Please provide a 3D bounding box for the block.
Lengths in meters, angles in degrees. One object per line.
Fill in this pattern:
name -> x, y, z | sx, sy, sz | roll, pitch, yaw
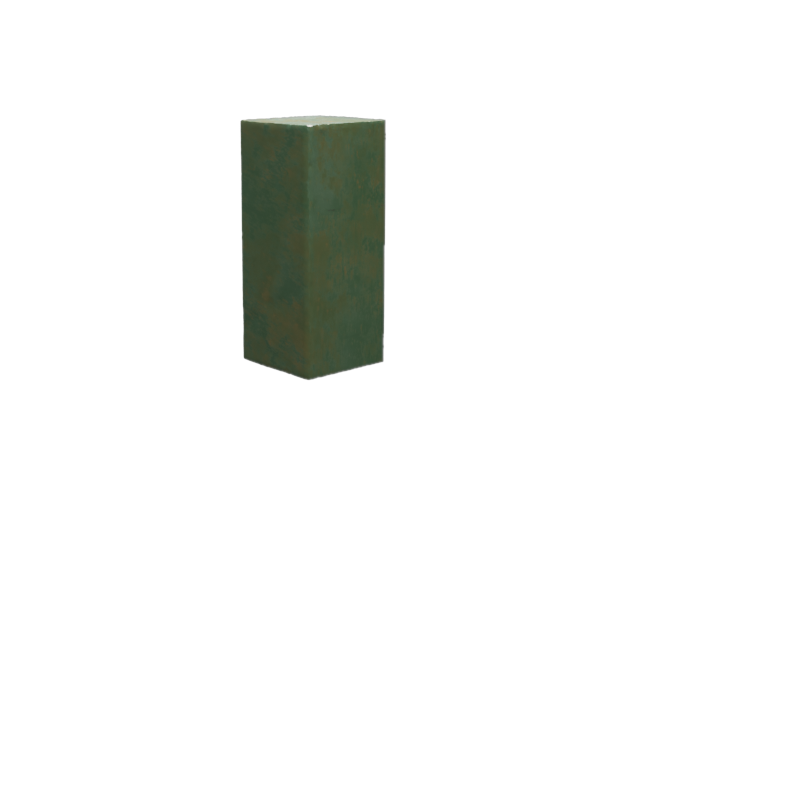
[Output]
block -> -0.073, -0.133, 0.934 | 0.088, 0.201, 0.095 | -10, 15, -42
